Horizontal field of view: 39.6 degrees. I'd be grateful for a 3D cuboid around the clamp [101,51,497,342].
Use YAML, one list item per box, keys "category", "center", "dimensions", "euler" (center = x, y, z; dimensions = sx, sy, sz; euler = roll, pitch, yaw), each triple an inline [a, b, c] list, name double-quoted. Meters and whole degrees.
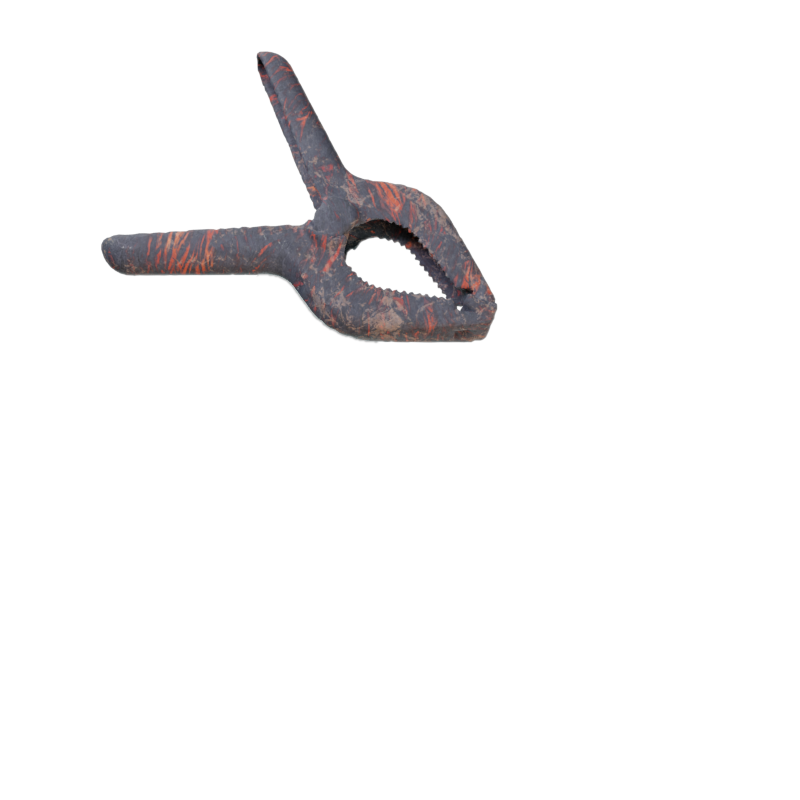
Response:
- category: "clamp"
  center: [-0.048, -0.087, 0.612]
  dimensions: [0.218, 0.167, 0.034]
  euler: [36, -20, 15]
